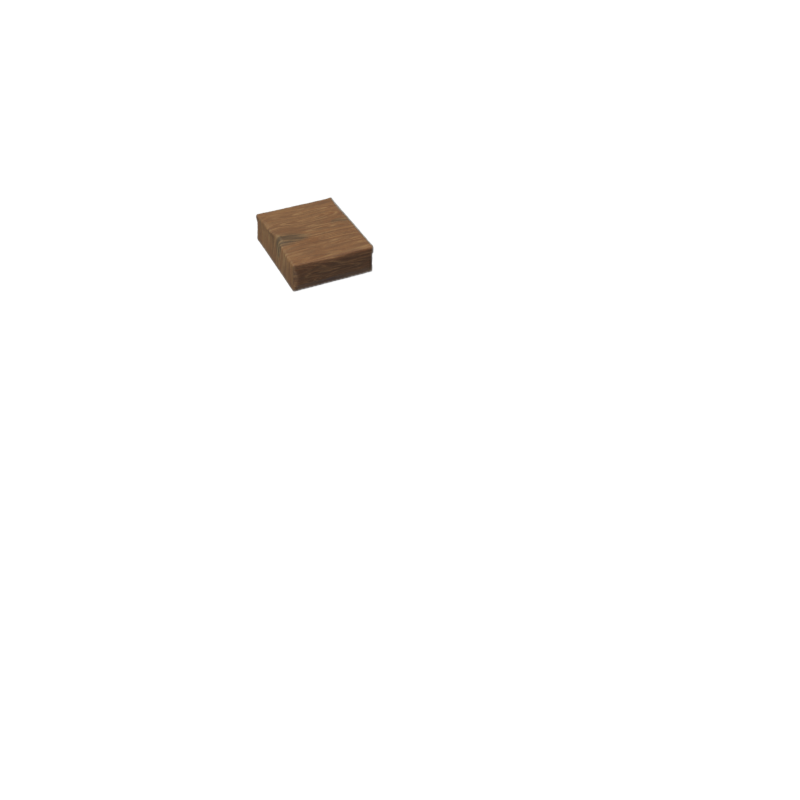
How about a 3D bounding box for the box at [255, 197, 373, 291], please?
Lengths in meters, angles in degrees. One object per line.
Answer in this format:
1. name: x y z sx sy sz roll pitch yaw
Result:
1. box: -0.074 -0.135 0.946 0.072 0.028 0.097 -16 42 -19
